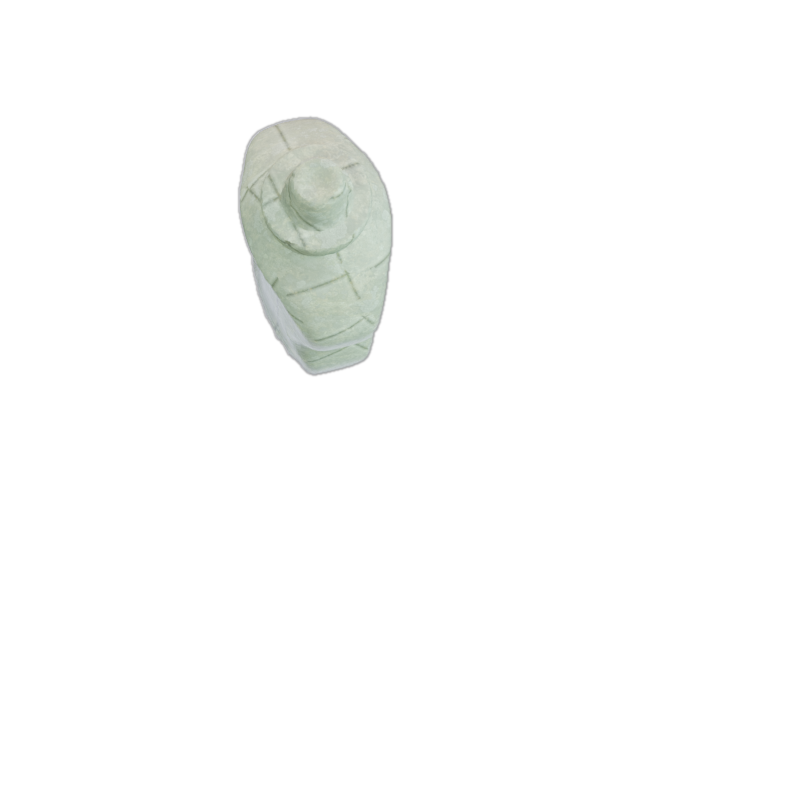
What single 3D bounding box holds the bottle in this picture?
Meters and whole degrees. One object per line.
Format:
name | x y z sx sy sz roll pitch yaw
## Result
bottle | -0.037 -0.068 0.475 0.058 0.098 0.188 -13 -5 -5
